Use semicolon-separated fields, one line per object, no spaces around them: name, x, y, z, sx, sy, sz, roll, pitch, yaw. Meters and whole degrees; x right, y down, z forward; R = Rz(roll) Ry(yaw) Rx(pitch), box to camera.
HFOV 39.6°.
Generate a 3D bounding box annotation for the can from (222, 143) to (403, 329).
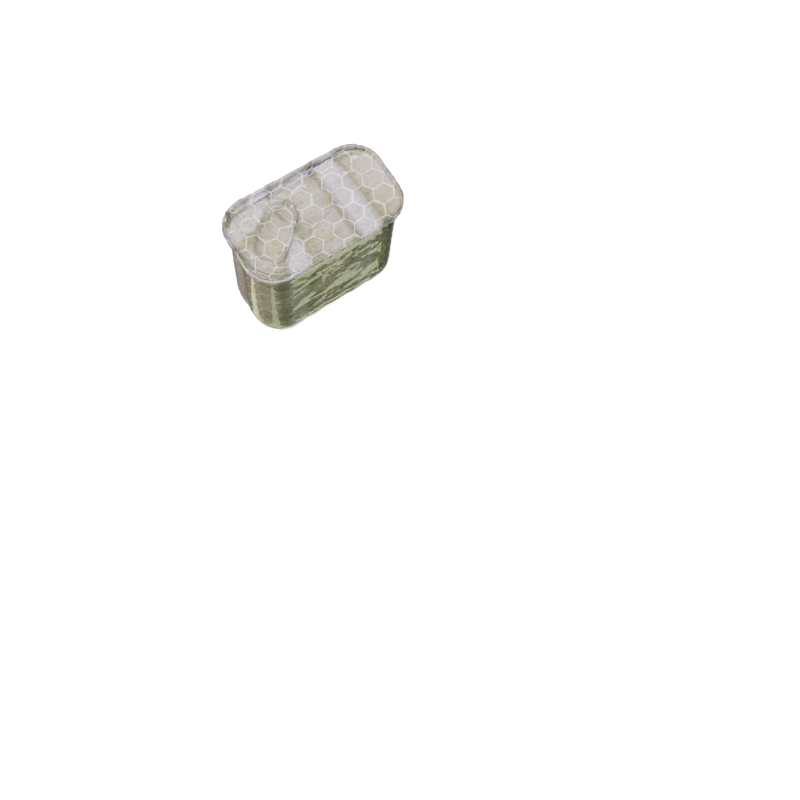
can;-0.052;-0.094;0.662;0.102;0.060;0.080;-31;-15;-13
